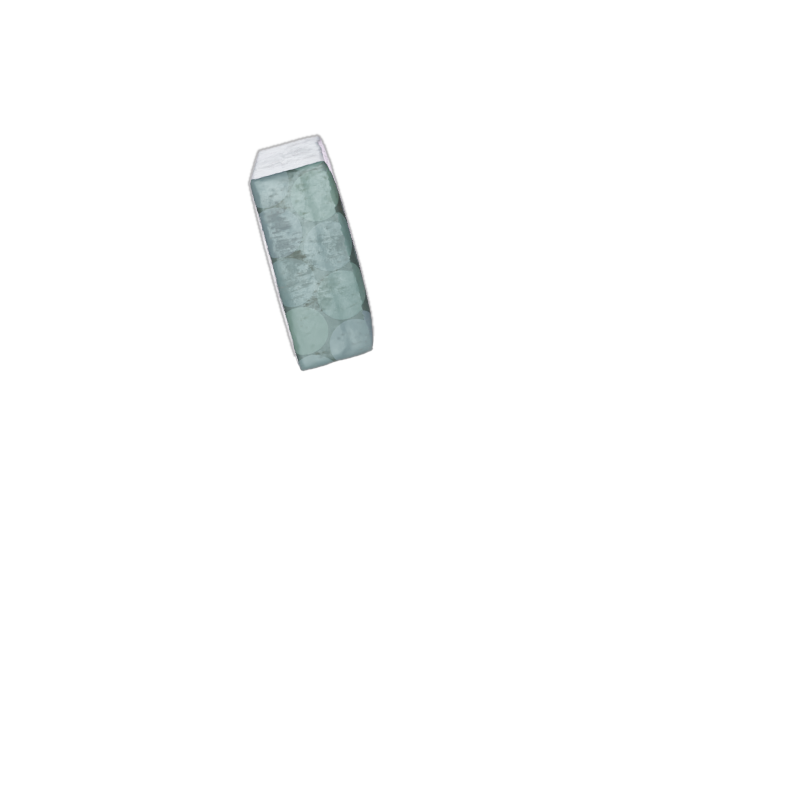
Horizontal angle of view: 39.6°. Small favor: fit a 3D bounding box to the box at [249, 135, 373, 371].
[{"bbox_3d":[-0.077,-0.140,0.980,0.072,0.159,0.222,-15,16,1],"label":"box"}]
